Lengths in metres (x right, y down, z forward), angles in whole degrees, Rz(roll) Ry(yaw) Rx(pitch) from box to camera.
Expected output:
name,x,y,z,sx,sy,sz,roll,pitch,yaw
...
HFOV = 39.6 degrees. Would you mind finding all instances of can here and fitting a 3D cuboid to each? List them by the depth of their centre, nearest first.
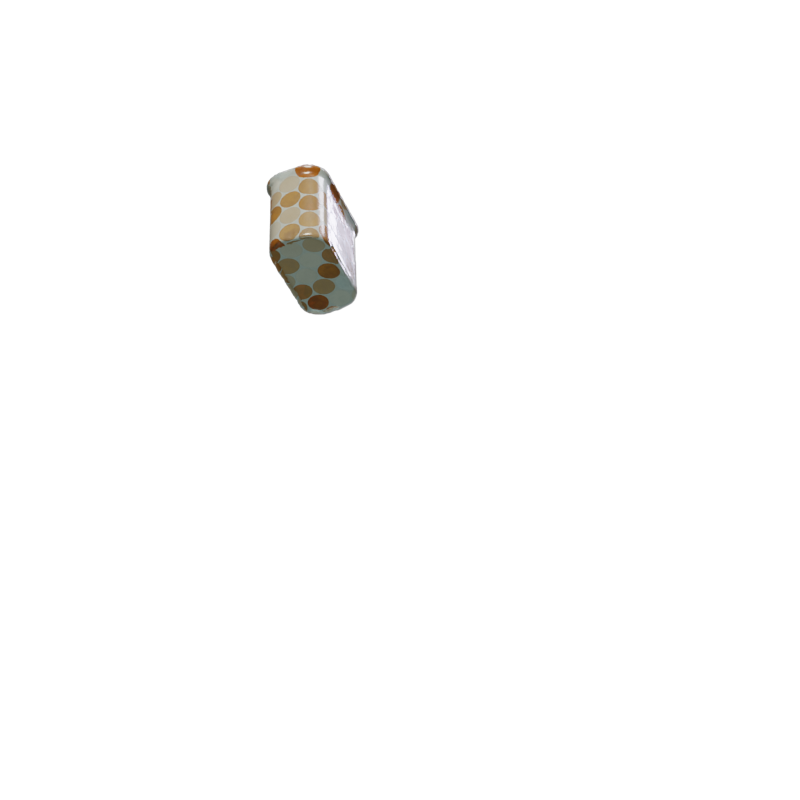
name,x,y,z,sx,sy,sz,roll,pitch,yaw
can,-0.074,-0.136,0.950,0.058,0.090,0.094,-16,-43,15
